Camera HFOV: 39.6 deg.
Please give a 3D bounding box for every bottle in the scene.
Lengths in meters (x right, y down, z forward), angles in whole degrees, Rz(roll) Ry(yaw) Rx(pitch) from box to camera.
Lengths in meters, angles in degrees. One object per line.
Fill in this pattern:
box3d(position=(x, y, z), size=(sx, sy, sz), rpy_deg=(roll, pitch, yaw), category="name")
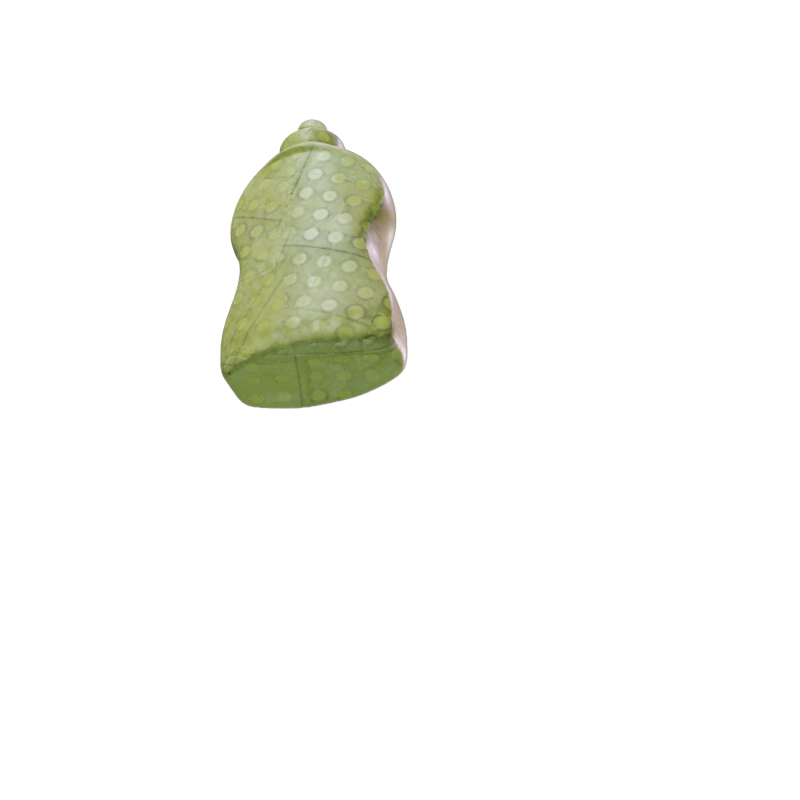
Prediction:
box3d(position=(-0.050, -0.091, 0.632), size=(0.097, 0.206, 0.054), rpy_deg=(-15, -41, 14), category="bottle")
